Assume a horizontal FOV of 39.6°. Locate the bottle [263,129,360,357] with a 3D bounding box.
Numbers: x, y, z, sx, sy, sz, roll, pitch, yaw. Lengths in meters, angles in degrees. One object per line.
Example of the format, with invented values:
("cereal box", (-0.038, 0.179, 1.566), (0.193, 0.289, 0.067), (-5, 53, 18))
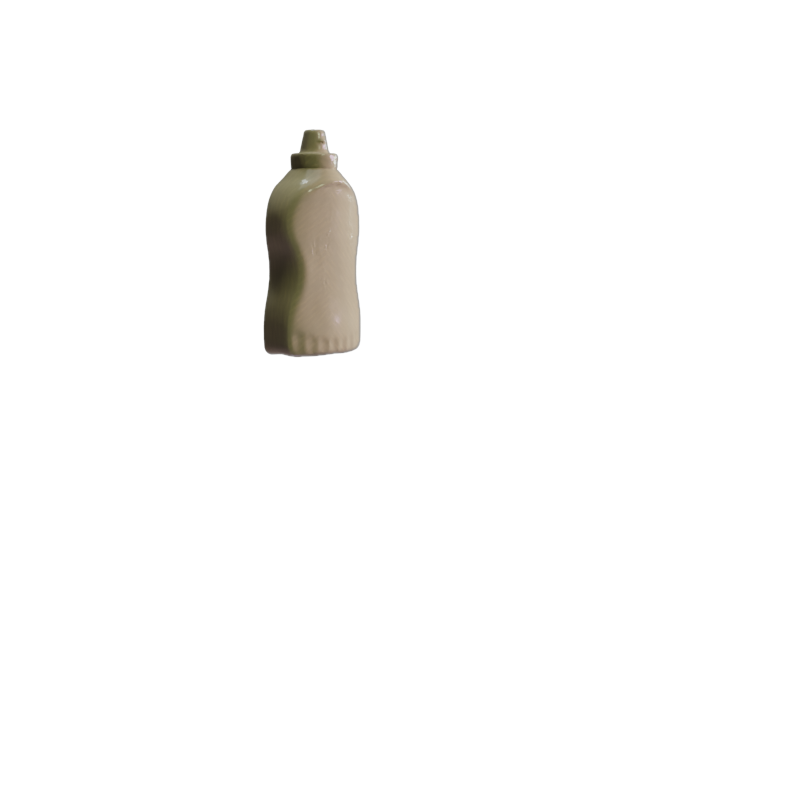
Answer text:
("bottle", (-0.074, -0.136, 0.955), (0.061, 0.191, 0.092), (1, 2, 41))
